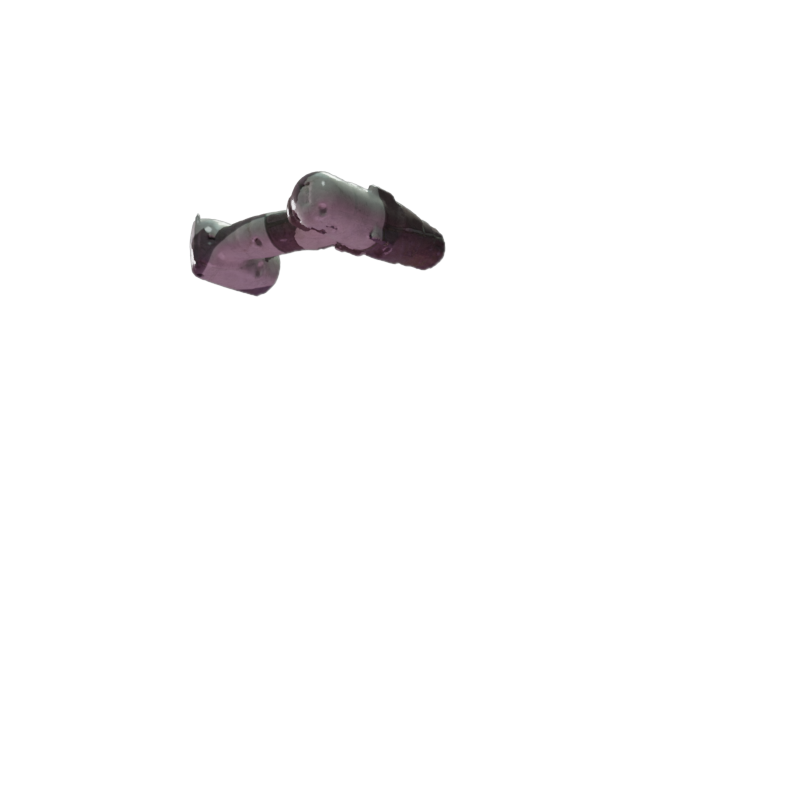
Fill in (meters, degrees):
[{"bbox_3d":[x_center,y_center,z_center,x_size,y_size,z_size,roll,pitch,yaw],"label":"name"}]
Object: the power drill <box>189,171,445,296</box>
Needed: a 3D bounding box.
[{"bbox_3d":[-0.076,-0.139,0.972,0.191,0.060,0.173,-11,-19,36],"label":"power drill"}]
